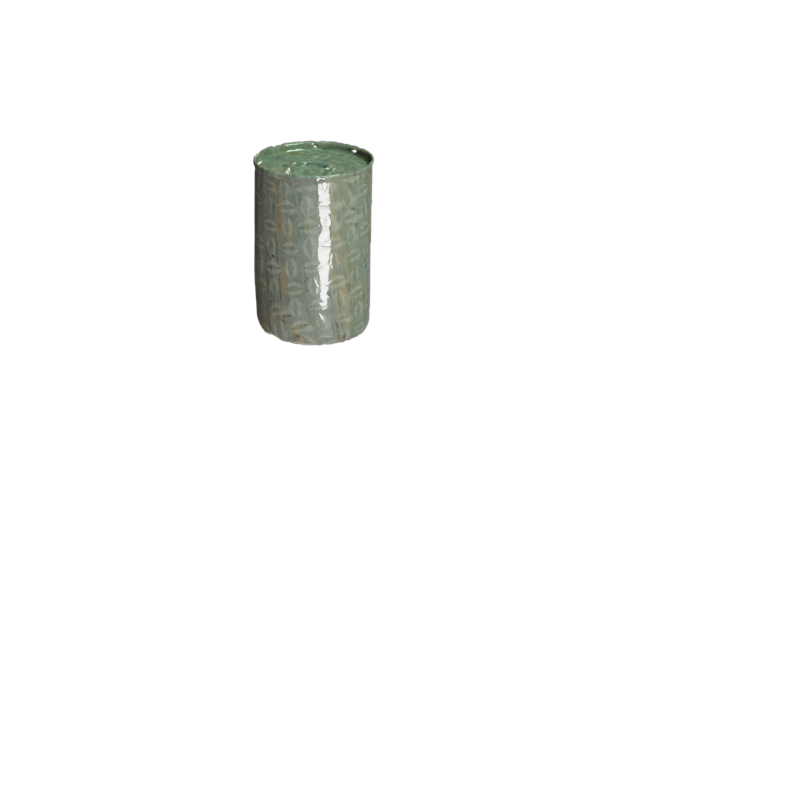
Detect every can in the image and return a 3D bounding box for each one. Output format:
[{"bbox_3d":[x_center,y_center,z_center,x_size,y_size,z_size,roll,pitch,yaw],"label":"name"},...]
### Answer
[{"bbox_3d":[-0.050,-0.091,0.639,0.068,0.097,0.072,0,24,-2],"label":"can"}]
